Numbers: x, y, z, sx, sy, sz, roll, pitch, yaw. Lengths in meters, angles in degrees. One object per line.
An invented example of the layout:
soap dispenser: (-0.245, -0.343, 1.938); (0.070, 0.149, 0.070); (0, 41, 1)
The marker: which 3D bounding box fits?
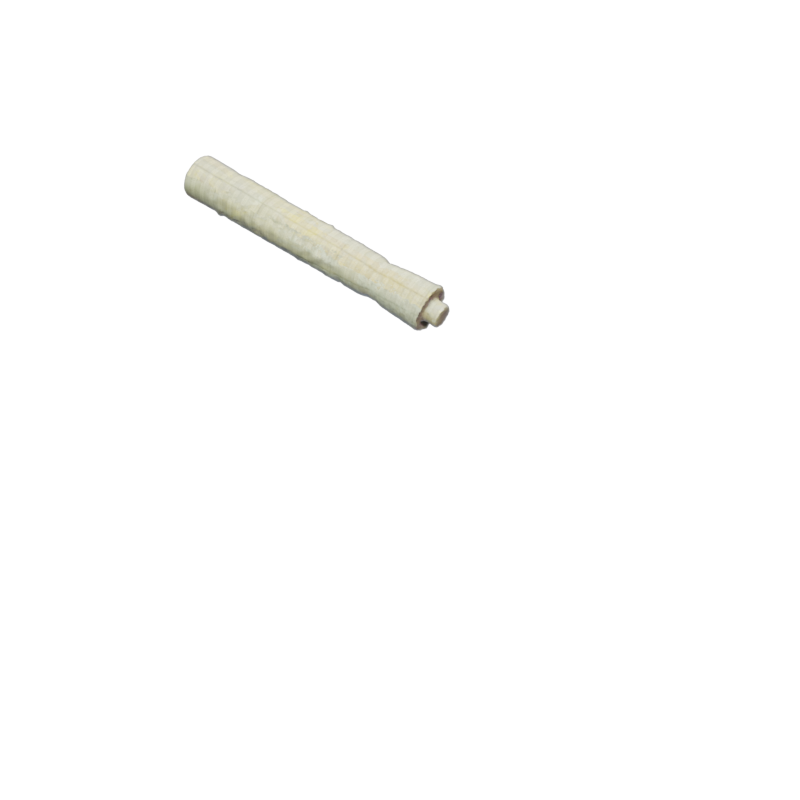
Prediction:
marker: (-0.034, -0.061, 0.429); (0.128, 0.019, 0.019); (32, 17, 24)
